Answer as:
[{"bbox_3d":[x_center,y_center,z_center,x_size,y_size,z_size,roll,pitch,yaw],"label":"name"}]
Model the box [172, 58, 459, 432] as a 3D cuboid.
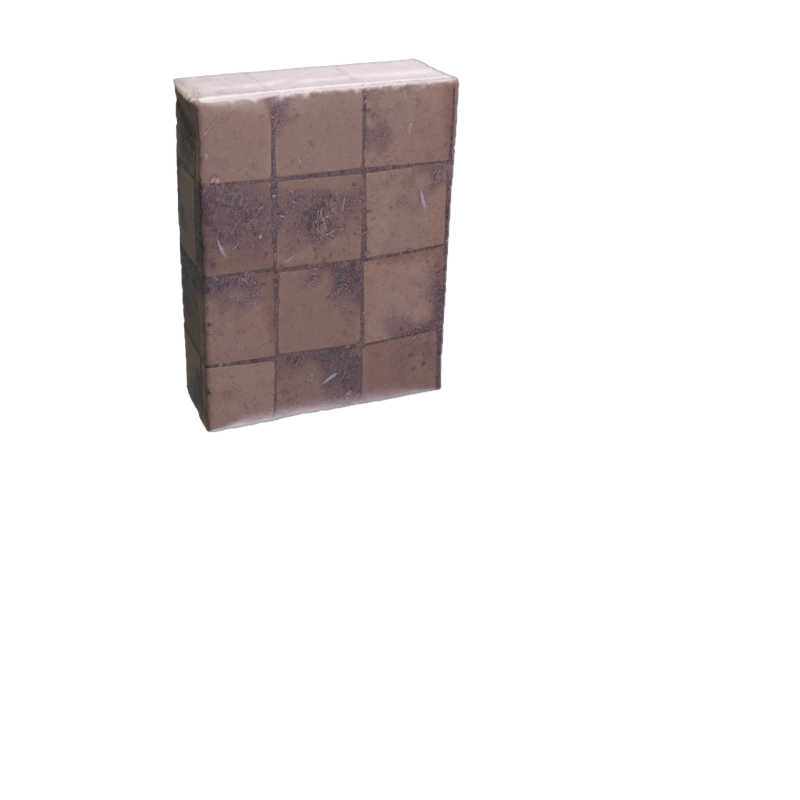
[{"bbox_3d":[-0.055,-0.100,0.699,0.161,0.203,0.077,-9,25,-21],"label":"box"}]
